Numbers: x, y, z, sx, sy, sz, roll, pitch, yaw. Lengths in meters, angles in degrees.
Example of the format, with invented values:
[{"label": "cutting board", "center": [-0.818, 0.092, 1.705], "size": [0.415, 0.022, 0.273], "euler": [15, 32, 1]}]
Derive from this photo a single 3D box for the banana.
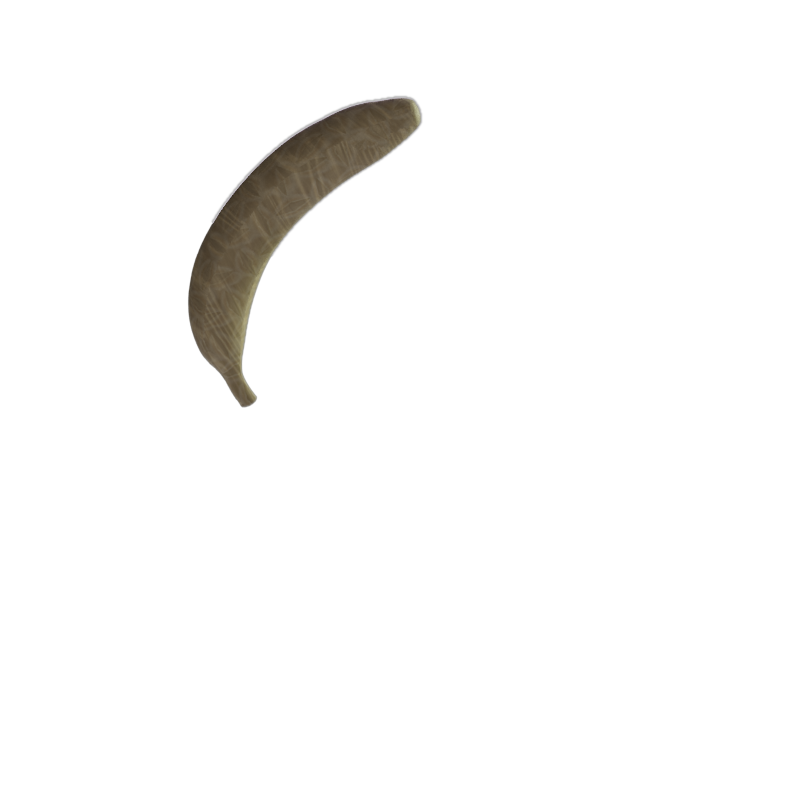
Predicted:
[{"label": "banana", "center": [-0.065, -0.091, 0.604], "size": [0.068, 0.193, 0.039], "euler": [28, 20, -13]}]
